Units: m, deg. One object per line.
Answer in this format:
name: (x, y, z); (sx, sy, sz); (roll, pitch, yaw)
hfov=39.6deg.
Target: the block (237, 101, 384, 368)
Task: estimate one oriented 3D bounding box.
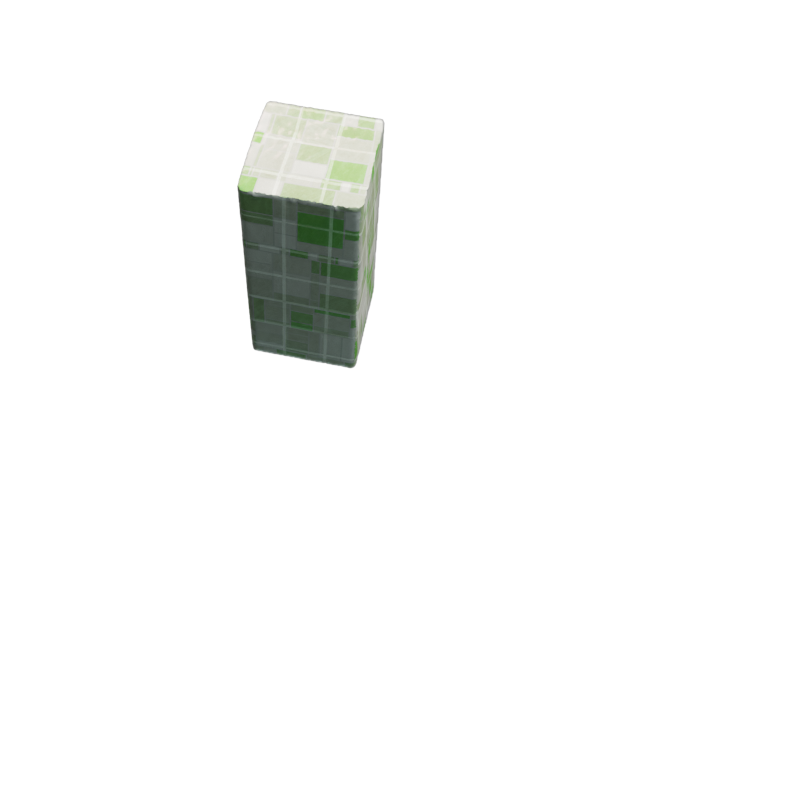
block: (-0.068, -0.122, 0.859); (0.092, 0.095, 0.193); (11, -33, 4)
